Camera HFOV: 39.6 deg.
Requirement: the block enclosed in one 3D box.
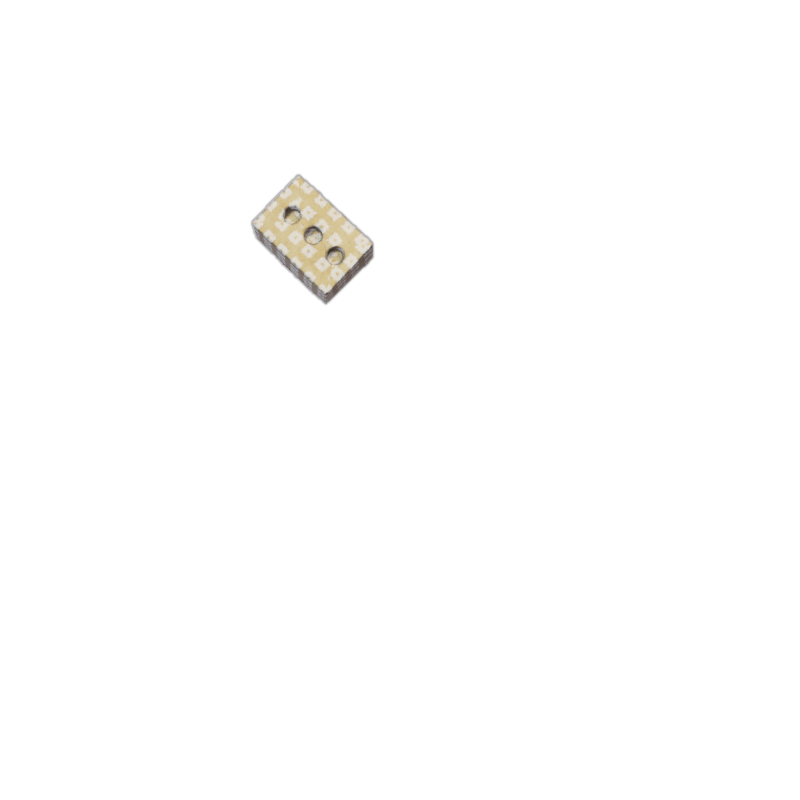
[{"bbox_3d":[-0.065,-0.118,0.828,0.079,0.053,0.050,43,-7,6],"label":"block"}]
